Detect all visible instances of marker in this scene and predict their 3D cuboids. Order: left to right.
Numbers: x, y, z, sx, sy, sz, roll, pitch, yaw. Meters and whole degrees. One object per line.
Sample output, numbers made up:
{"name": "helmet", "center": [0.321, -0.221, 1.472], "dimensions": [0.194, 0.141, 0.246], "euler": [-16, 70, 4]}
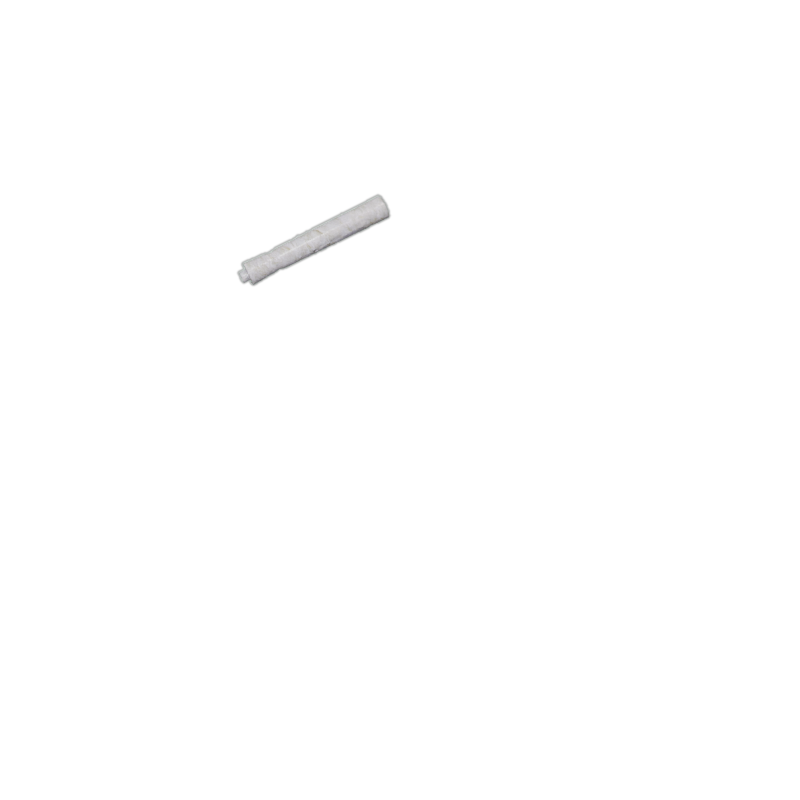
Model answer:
{"name": "marker", "center": [-0.065, -0.118, 0.825], "dimensions": [0.121, 0.019, 0.020], "euler": [-28, 9, -9]}
